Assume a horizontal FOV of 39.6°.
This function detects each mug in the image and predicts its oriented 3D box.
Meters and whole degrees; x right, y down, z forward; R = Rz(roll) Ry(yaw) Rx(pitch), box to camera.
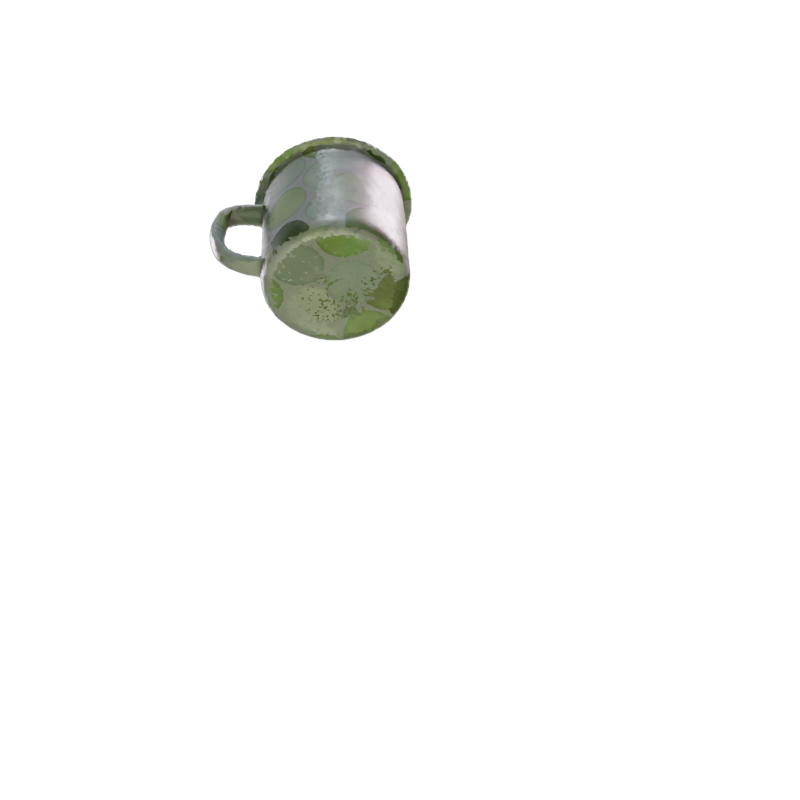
[{"bbox_3d":[-0.049,-0.089,0.626,0.116,0.087,0.087,4,39,-5],"label":"mug"}]
